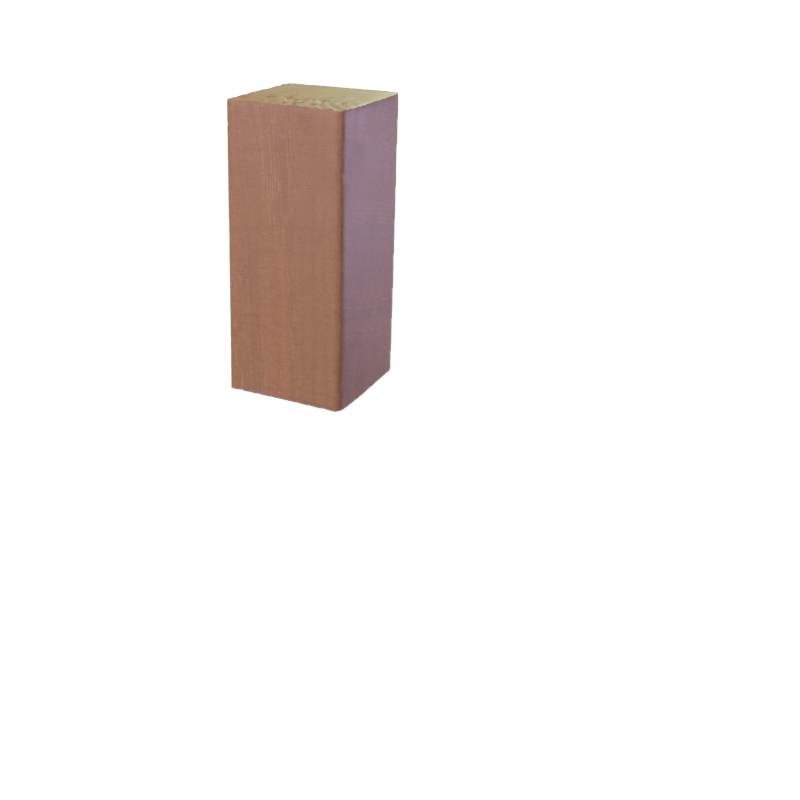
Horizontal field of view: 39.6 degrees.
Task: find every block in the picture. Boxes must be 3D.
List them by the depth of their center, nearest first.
[{"bbox_3d":[-0.060,-0.111,0.776,0.094,0.198,0.090,10,20,24],"label":"block"}]
